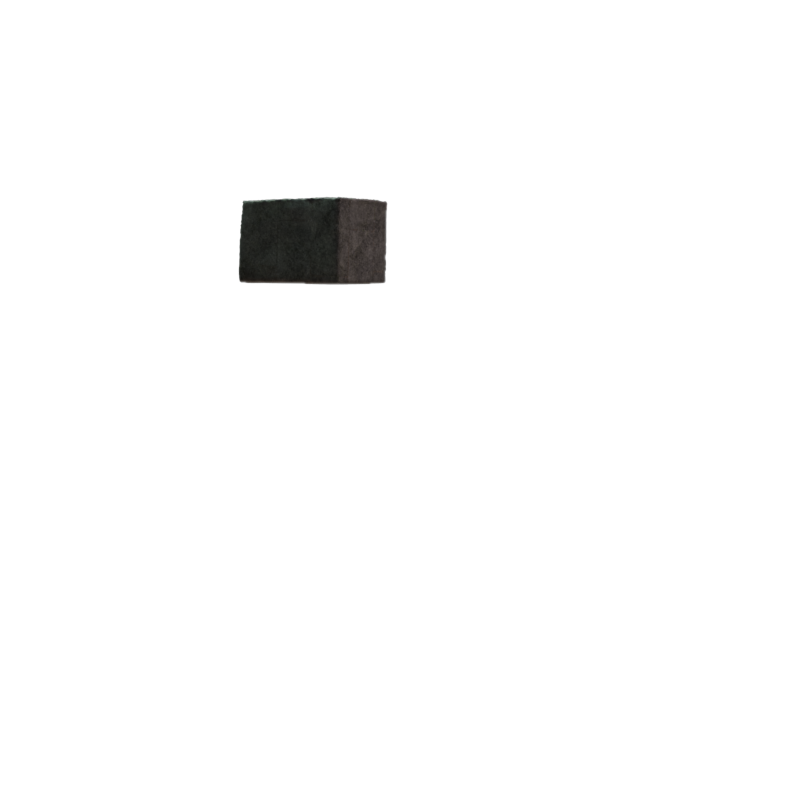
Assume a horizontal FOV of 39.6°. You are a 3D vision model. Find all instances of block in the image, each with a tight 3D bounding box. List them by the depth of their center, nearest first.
[{"bbox_3d":[-0.053,-0.097,0.682,0.081,0.051,0.051,4,5,35],"label":"block"}]
